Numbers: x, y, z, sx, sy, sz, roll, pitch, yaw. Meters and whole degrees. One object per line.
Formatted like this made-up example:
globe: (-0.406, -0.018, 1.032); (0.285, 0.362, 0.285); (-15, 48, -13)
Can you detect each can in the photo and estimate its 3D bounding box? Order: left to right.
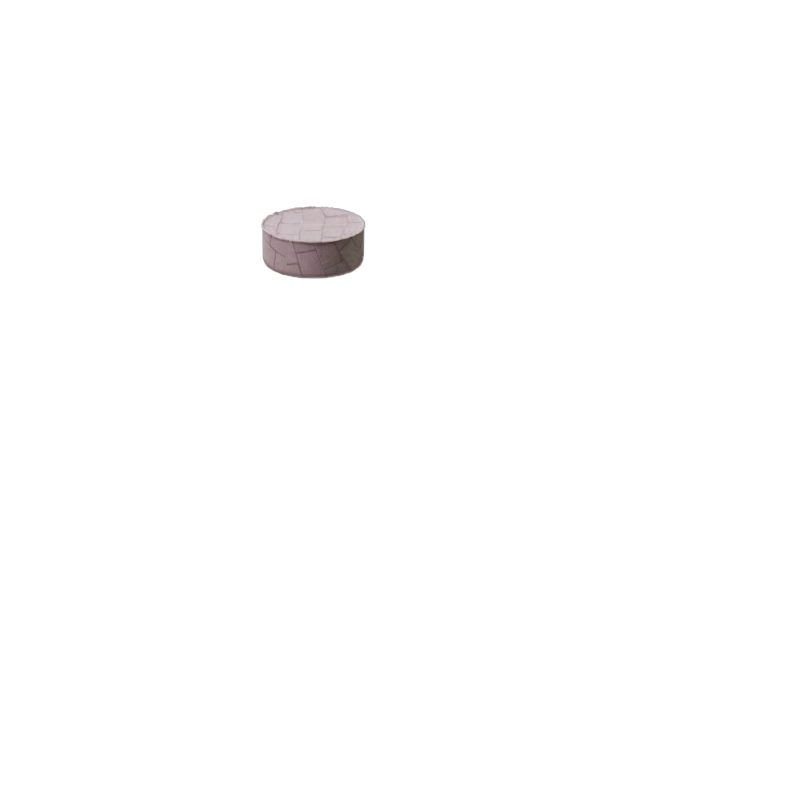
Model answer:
can: (-0.072, -0.131, 0.916); (0.086, 0.032, 0.091); (-1, 27, -2)
